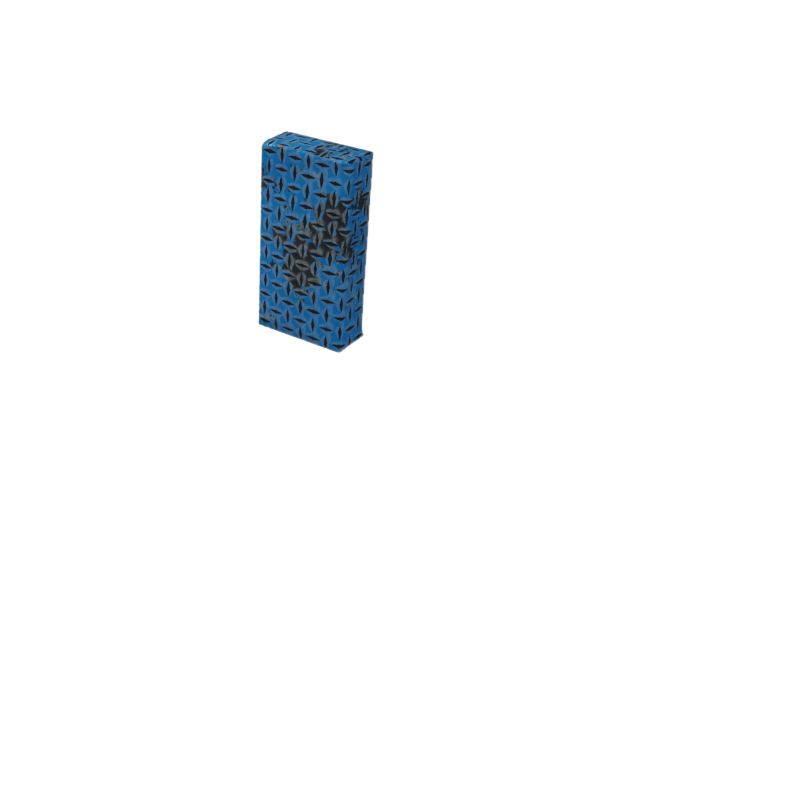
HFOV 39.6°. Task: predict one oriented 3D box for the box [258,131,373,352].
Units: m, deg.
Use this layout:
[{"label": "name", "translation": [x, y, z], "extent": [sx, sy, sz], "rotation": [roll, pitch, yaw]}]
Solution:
[{"label": "box", "translation": [-0.076, -0.138, 0.966], "extent": [0.098, 0.167, 0.048], "rotation": [18, 31, 29]}]
